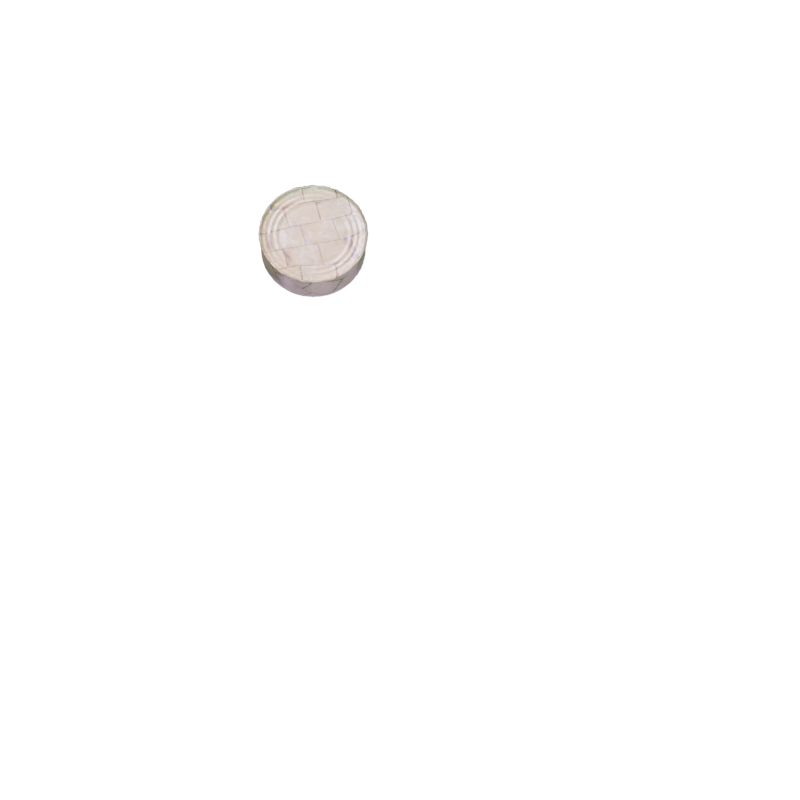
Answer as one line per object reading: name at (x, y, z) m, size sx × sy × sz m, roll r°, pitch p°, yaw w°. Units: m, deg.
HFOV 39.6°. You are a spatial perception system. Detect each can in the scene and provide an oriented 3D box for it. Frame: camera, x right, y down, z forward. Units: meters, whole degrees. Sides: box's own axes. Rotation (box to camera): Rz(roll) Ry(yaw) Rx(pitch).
can at (-0.069, -0.126, 0.883) m, size 0.086 × 0.091 × 0.032 m, roll -1°, pitch -25°, yaw -1°
